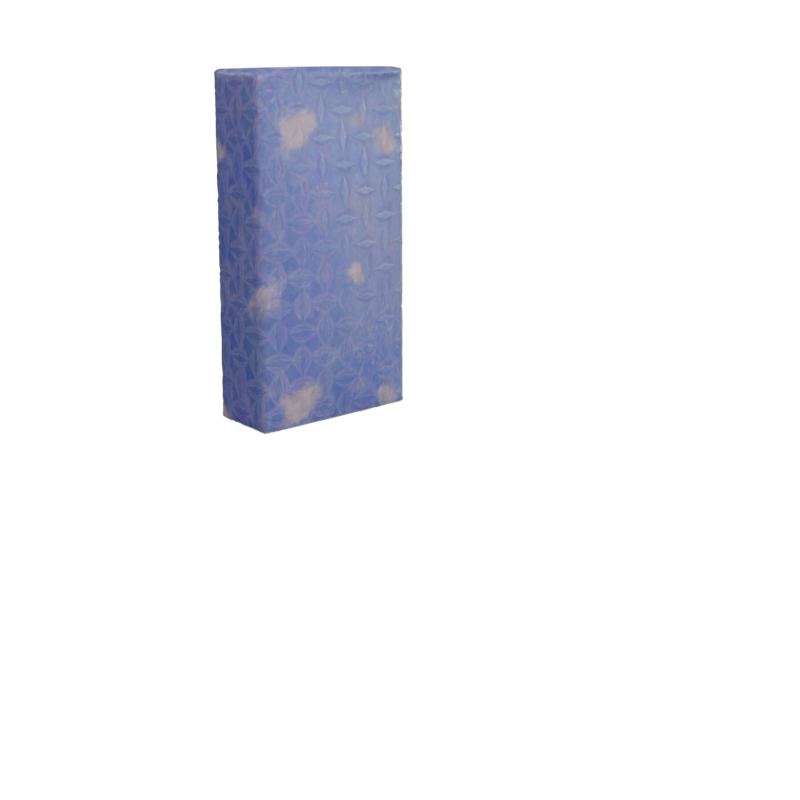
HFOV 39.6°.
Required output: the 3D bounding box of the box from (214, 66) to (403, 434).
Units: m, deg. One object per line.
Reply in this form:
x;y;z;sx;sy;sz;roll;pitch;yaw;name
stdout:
-0.044;-0.080;0.563;0.091;0.171;0.051;-10;16;-39;box
